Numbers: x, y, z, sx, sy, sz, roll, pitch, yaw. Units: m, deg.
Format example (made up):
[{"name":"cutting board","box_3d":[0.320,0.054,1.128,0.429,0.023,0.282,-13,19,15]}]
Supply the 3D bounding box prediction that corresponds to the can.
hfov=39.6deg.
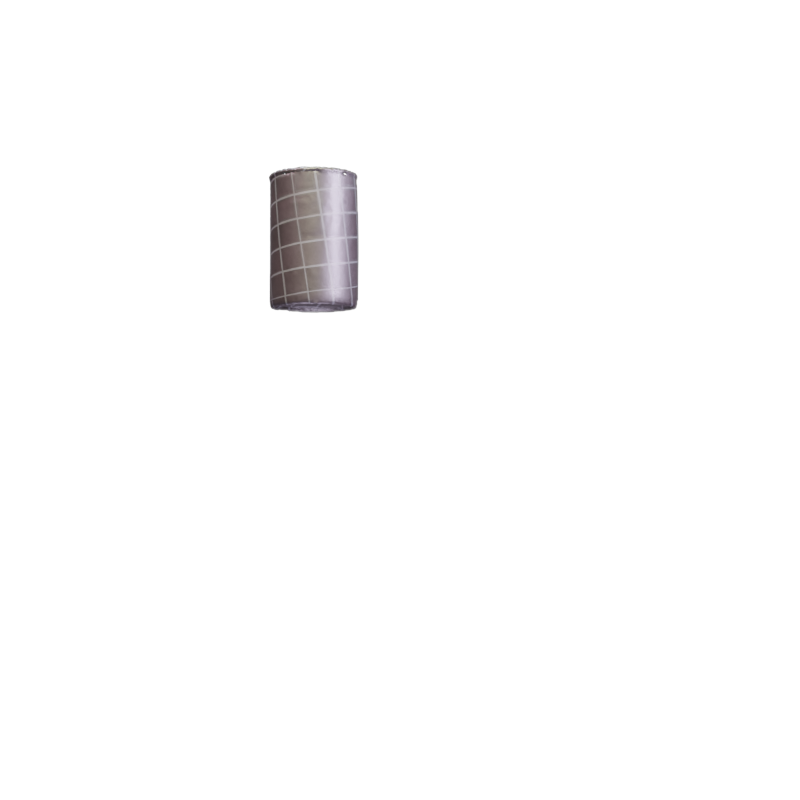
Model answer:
[{"name":"can","box_3d":[-0.066,-0.120,0.843,0.068,0.104,0.067,0,-7,-2]}]
